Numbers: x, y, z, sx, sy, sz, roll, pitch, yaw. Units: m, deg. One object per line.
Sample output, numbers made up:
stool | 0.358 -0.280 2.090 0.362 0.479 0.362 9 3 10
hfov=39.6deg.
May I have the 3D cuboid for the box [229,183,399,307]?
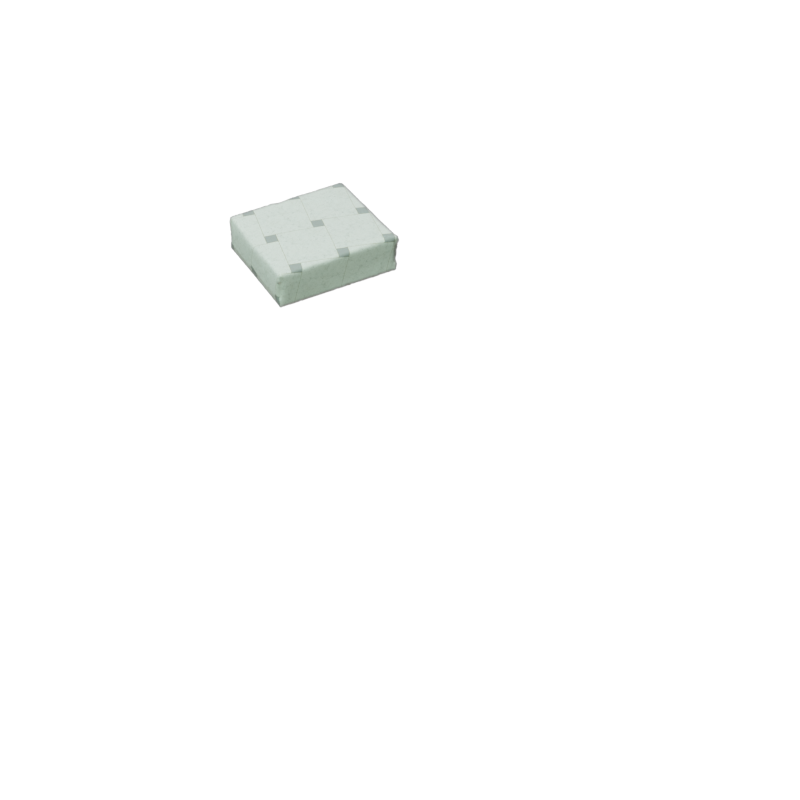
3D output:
box | -0.057 -0.104 0.728 0.088 0.028 0.079 -21 46 -22
